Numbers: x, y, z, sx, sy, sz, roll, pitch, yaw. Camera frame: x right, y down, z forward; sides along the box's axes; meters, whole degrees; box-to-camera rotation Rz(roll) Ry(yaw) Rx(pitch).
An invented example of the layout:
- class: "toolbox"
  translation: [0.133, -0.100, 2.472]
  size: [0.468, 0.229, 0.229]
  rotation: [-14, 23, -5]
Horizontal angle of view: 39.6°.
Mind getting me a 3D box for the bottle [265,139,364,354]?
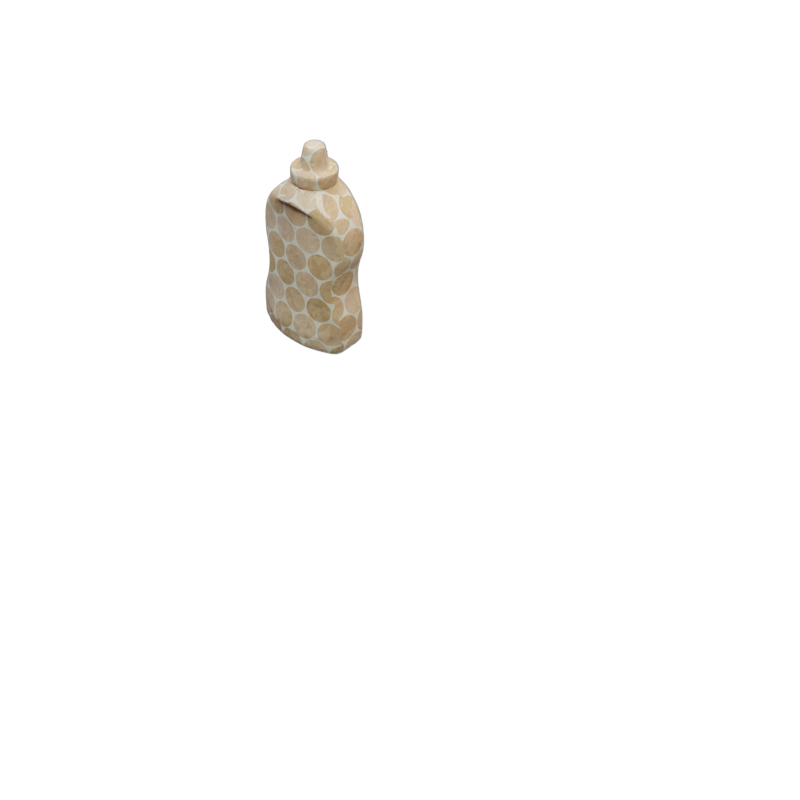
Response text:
- class: "bottle"
  translation: [-0.075, -0.137, 0.961]
  size: [0.102, 0.179, 0.058]
  rotation: [32, 45, 33]
